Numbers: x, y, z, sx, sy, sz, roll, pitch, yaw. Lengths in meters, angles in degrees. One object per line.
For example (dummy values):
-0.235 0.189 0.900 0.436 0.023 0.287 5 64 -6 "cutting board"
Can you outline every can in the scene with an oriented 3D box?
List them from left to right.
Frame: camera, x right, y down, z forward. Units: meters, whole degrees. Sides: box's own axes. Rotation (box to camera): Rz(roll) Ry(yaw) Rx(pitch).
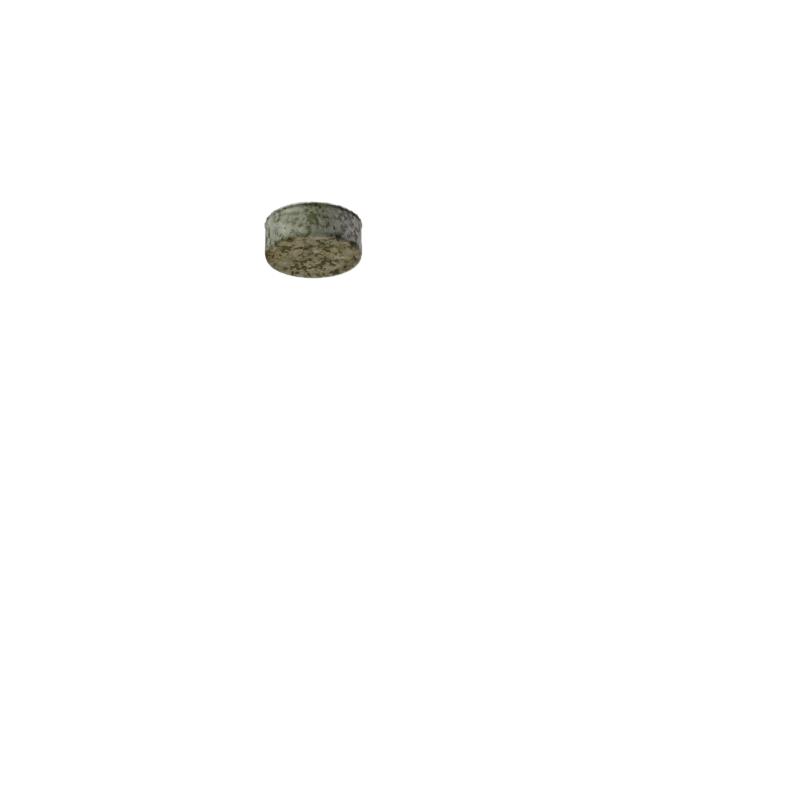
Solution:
-0.076 -0.138 0.965 0.086 0.035 0.082 0 -21 -2 "can"
